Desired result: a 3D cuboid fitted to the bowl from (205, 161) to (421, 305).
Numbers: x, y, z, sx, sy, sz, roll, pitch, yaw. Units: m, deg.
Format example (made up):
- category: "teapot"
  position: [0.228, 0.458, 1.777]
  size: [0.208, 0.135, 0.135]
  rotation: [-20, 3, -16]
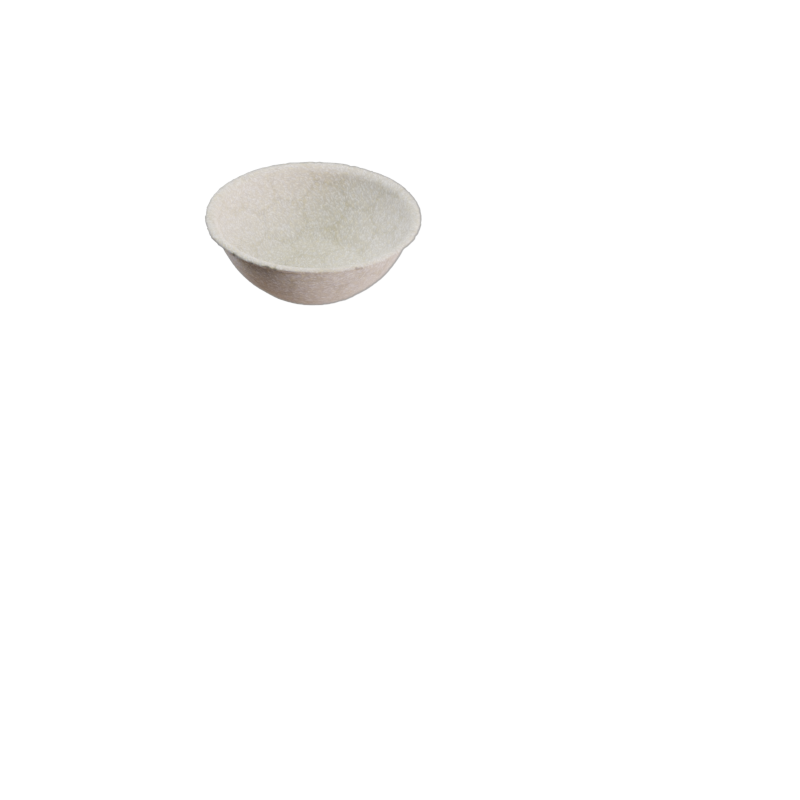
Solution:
- category: "bowl"
  position: [-0.066, -0.120, 0.839]
  size: [0.162, 0.051, 0.173]
  rotation: [-1, 37, -2]
